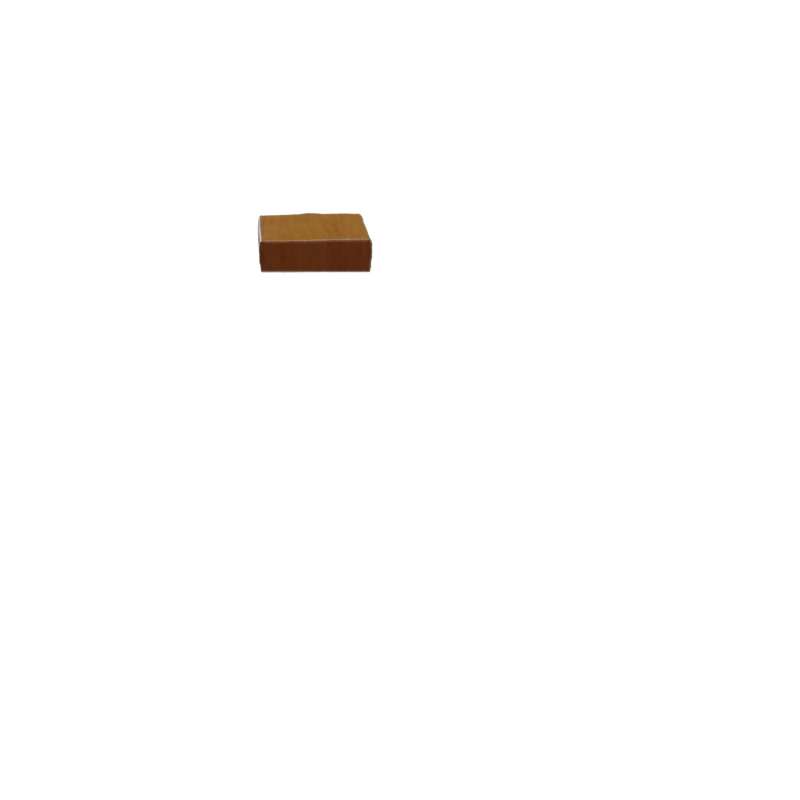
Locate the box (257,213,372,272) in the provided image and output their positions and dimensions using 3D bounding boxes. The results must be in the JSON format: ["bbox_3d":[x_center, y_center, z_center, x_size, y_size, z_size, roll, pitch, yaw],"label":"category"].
[{"bbox_3d":[-0.070,-0.128,0.897,0.089,0.029,0.077,-2,24,-5],"label":"box"}]
